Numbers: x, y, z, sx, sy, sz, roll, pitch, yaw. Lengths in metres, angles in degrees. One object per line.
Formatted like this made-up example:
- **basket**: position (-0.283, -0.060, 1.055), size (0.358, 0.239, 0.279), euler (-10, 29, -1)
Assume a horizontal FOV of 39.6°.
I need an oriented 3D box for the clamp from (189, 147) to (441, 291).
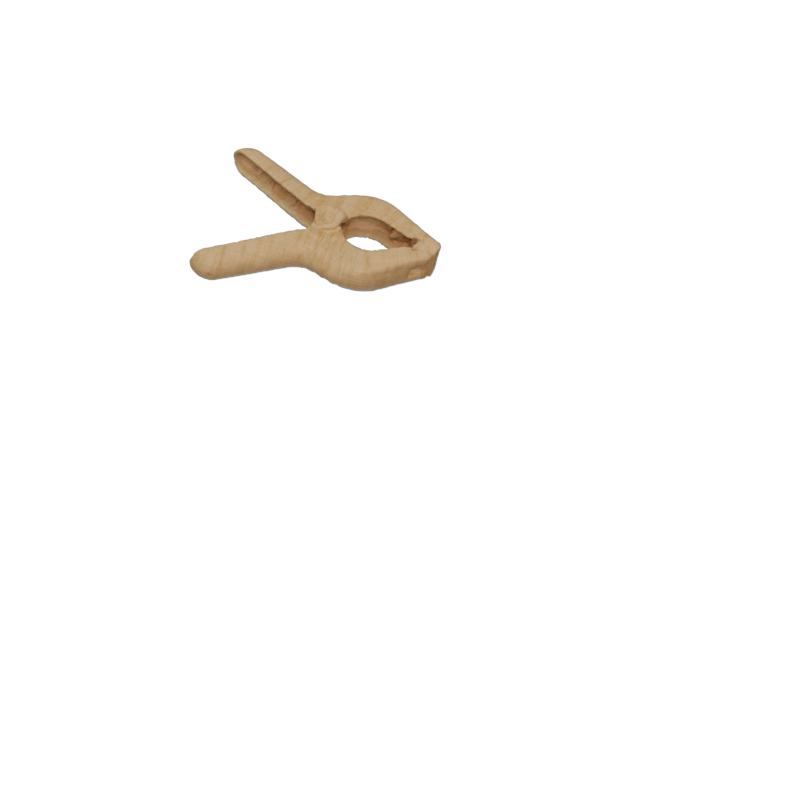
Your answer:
- **clamp**: position (-0.061, -0.112, 0.784), size (0.176, 0.125, 0.037), euler (19, -31, 12)
